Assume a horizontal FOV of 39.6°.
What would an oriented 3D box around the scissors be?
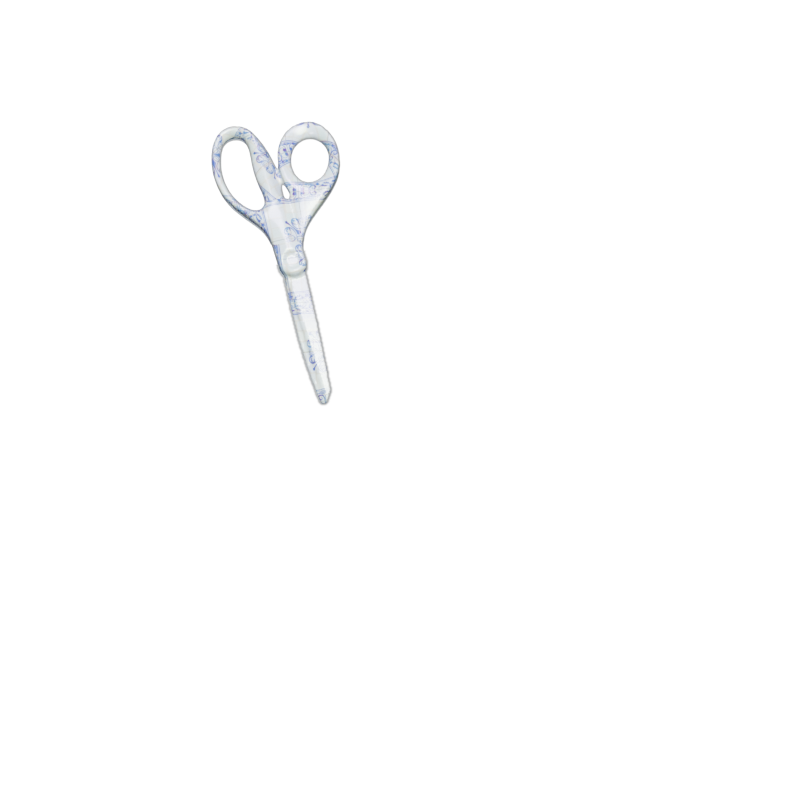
[{"bbox_3d":[-0.058,-0.106,0.742,0.096,0.211,0.015,-27,-18,-9],"label":"scissors"}]
